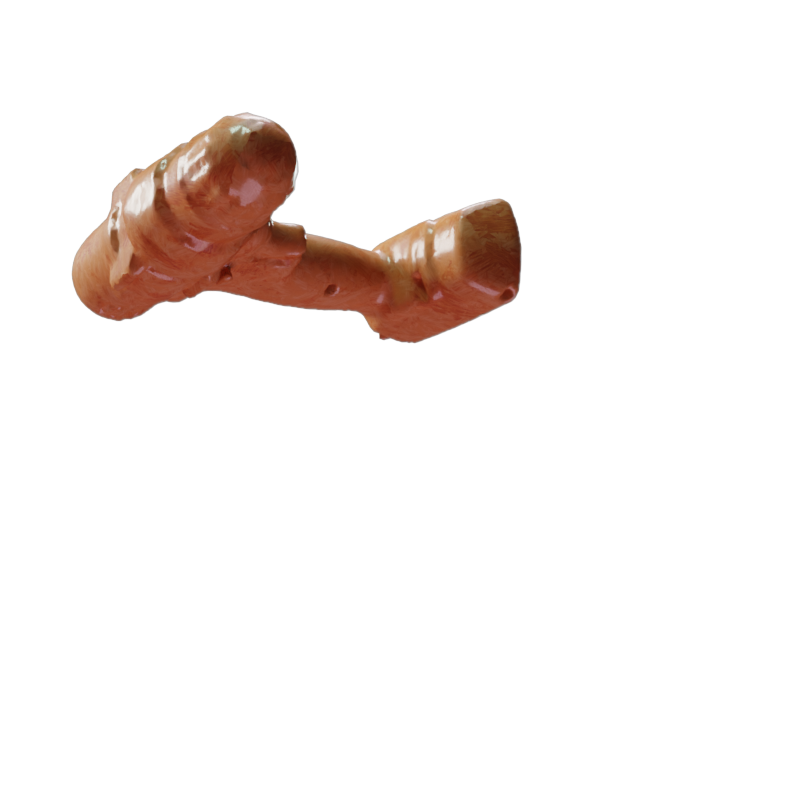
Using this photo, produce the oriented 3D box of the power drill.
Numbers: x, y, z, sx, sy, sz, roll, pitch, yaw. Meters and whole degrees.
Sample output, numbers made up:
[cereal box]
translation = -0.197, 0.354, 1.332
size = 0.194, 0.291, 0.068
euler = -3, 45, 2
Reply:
[power drill]
translation = -0.040, -0.073, 0.509
size = 0.180, 0.059, 0.186
euler = 6, -13, -30
